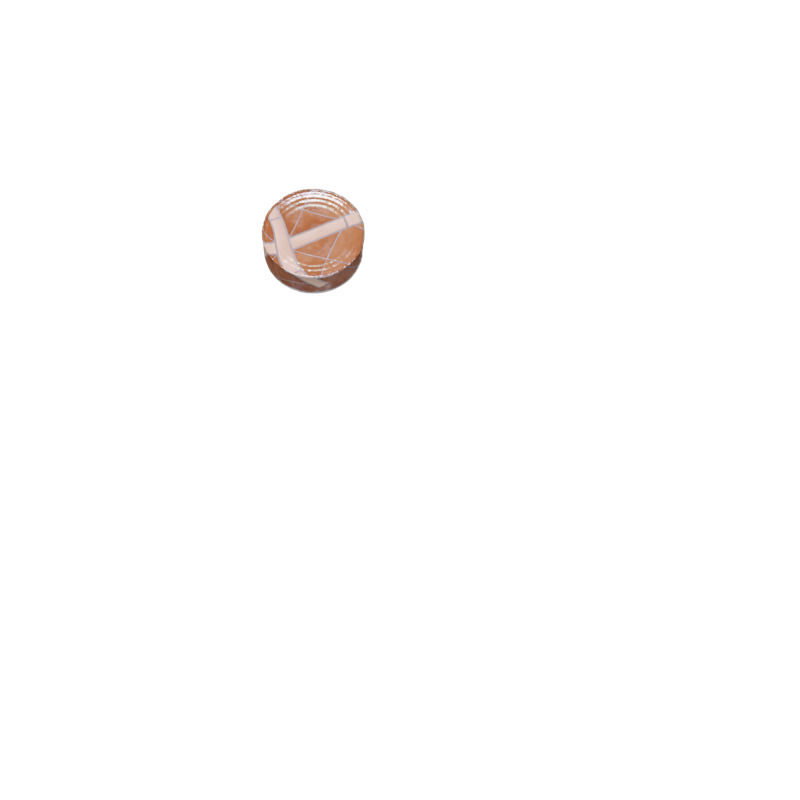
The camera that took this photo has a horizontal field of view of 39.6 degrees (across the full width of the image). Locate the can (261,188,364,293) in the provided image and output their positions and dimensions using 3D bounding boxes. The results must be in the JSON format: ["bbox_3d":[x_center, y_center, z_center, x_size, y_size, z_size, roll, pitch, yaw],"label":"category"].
[{"bbox_3d":[-0.073,-0.133,0.934,0.086,0.091,0.032,-1,-28,-1],"label":"can"}]
